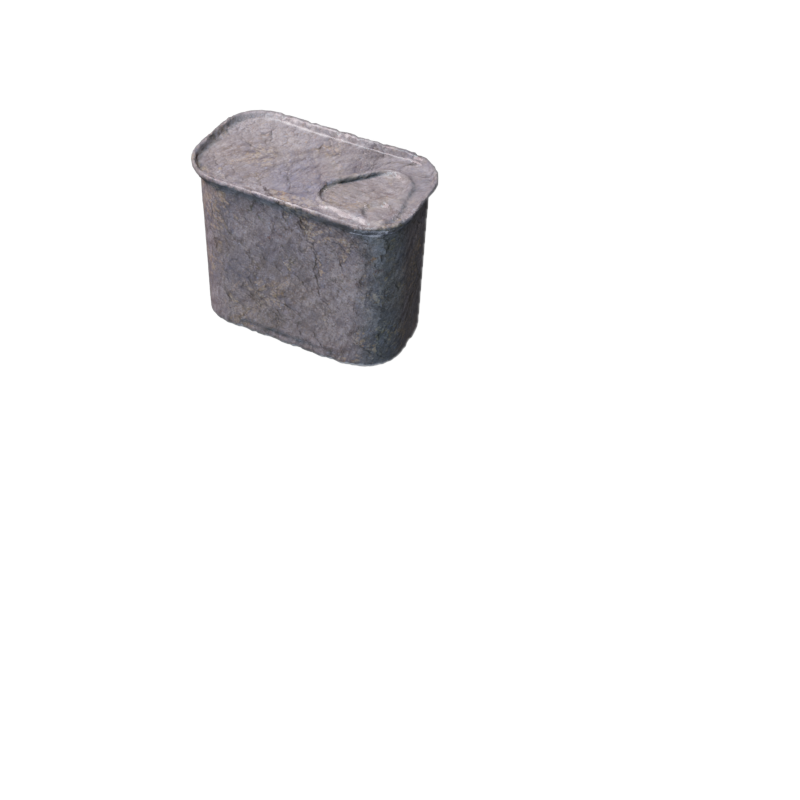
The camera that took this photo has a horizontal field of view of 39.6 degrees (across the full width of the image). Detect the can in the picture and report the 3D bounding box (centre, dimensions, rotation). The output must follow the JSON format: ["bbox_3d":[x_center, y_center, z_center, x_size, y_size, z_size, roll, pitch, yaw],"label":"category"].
[{"bbox_3d":[-0.038,-0.070,0.487,0.106,0.078,0.059,20,45,19],"label":"can"}]
